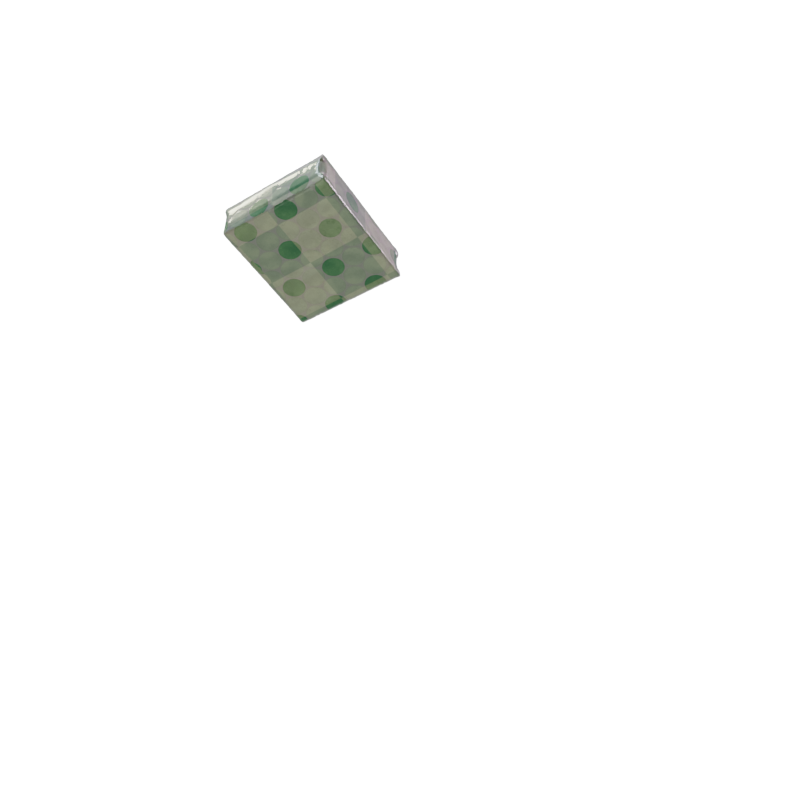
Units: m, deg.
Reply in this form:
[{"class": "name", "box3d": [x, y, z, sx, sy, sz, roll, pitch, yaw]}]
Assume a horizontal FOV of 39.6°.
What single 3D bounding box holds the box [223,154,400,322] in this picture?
[{"class": "box", "box3d": [-0.053, -0.097, 0.682, 0.073, 0.032, 0.083, -26, -54, 20]}]
